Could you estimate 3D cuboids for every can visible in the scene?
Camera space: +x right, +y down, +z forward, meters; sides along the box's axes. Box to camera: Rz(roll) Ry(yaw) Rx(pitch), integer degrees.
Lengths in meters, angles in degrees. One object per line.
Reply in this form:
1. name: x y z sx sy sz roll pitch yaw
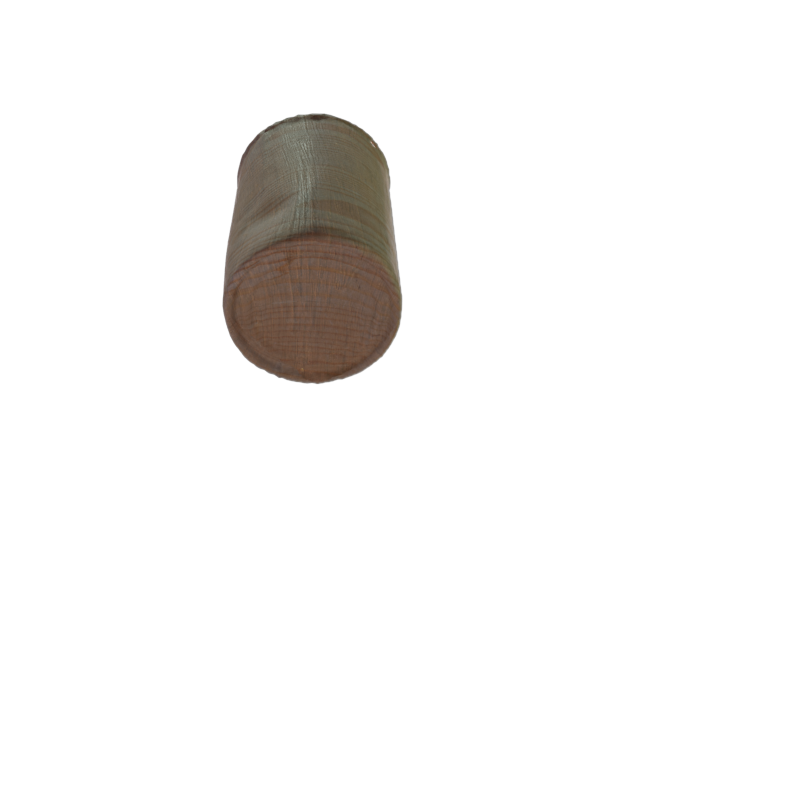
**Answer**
1. can: -0.035 -0.064 0.447 0.068 0.064 0.109 -1 36 -3
